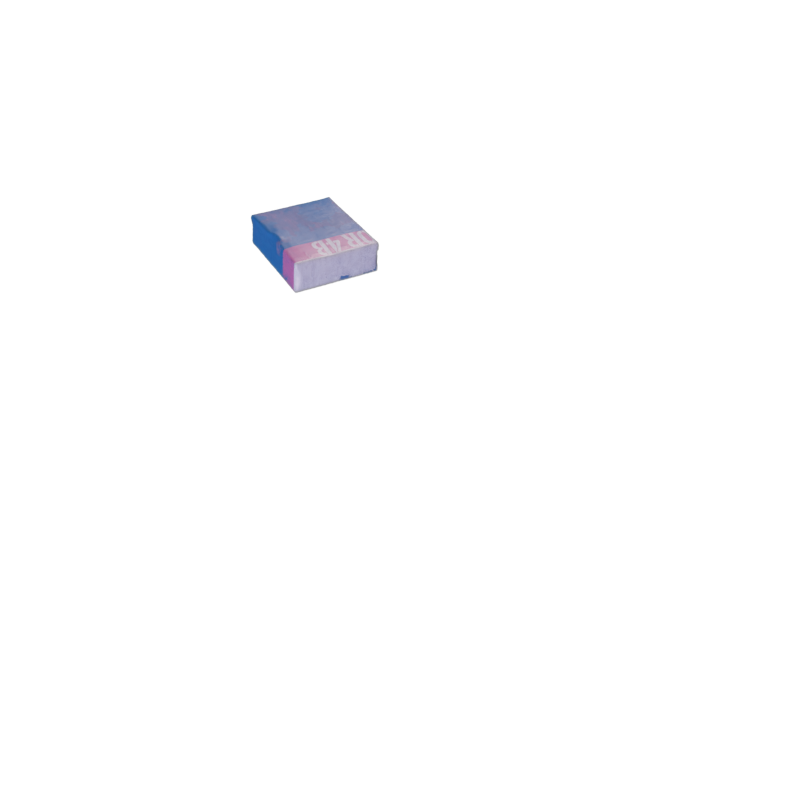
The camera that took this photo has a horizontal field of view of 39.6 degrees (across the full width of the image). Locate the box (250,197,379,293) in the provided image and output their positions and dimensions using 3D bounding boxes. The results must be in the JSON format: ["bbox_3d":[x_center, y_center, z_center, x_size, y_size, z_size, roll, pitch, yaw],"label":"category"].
[{"bbox_3d":[-0.070,-0.127,0.890,0.072,0.028,0.096,-17,39,-22],"label":"box"}]
